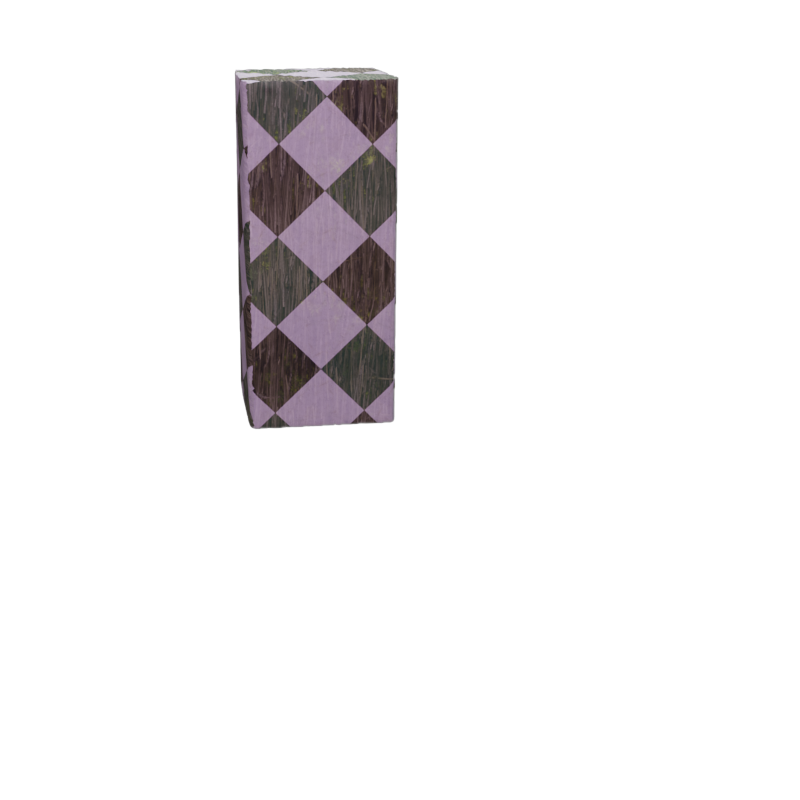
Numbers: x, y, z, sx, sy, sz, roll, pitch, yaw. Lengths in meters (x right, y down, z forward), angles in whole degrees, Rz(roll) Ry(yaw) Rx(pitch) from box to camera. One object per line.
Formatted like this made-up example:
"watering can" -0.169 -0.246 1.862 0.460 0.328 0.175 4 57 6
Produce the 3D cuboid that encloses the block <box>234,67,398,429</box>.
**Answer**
"block" -0.053 -0.097 0.681 0.090 0.200 0.094 -2 15 -9
